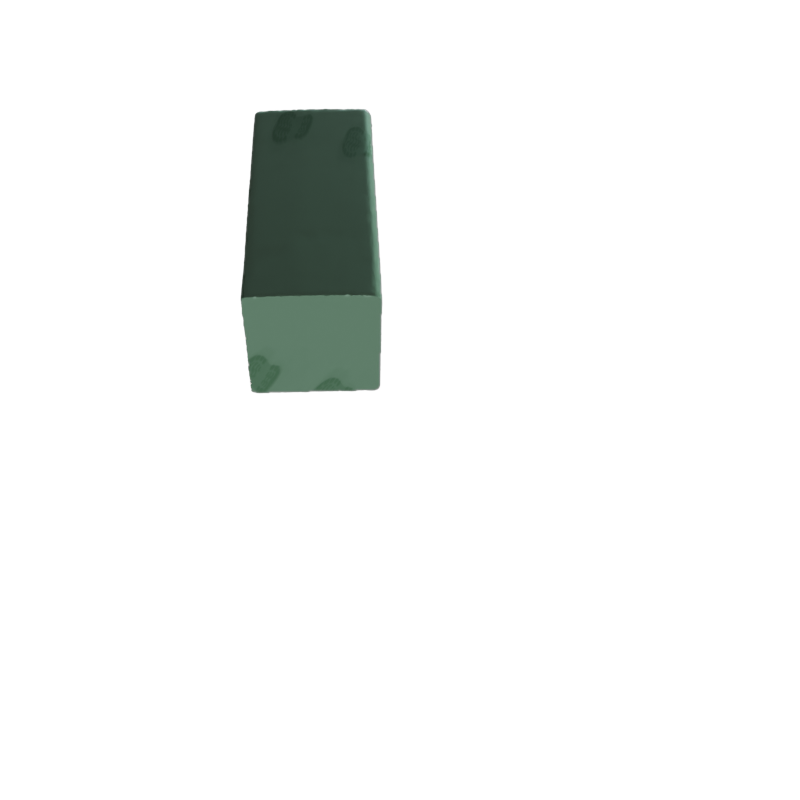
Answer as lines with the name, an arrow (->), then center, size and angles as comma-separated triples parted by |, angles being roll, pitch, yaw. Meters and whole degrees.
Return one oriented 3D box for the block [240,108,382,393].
block -> -0.062, -0.114, 0.794 | 0.090, 0.084, 0.221 | -2, 45, -2
